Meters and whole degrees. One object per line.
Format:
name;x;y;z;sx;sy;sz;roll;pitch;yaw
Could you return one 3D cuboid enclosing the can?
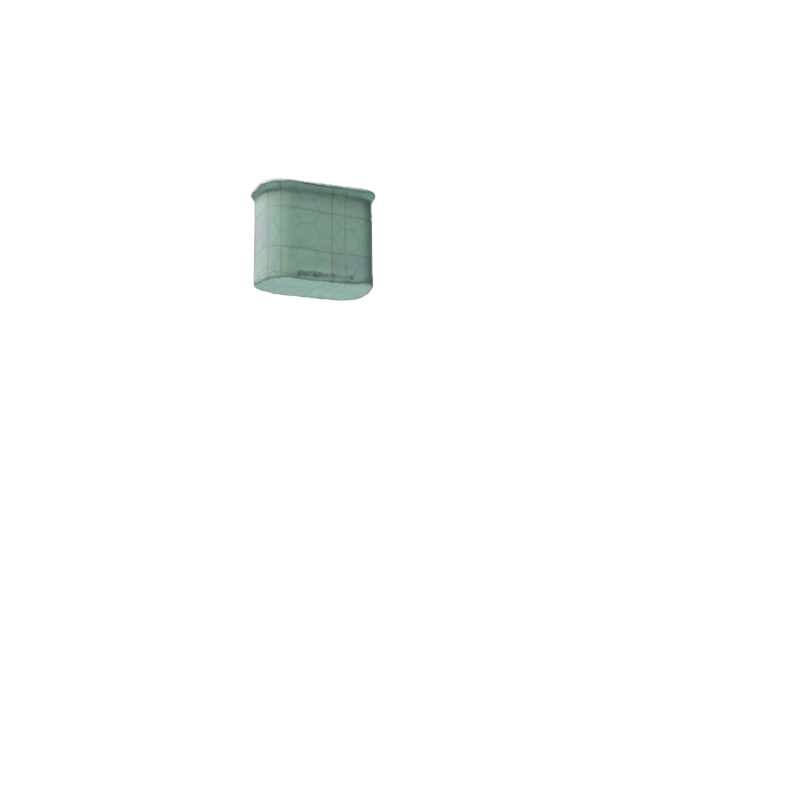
can;-0.072;-0.131;0.917;0.099;0.087;0.057;5;-15;-22
